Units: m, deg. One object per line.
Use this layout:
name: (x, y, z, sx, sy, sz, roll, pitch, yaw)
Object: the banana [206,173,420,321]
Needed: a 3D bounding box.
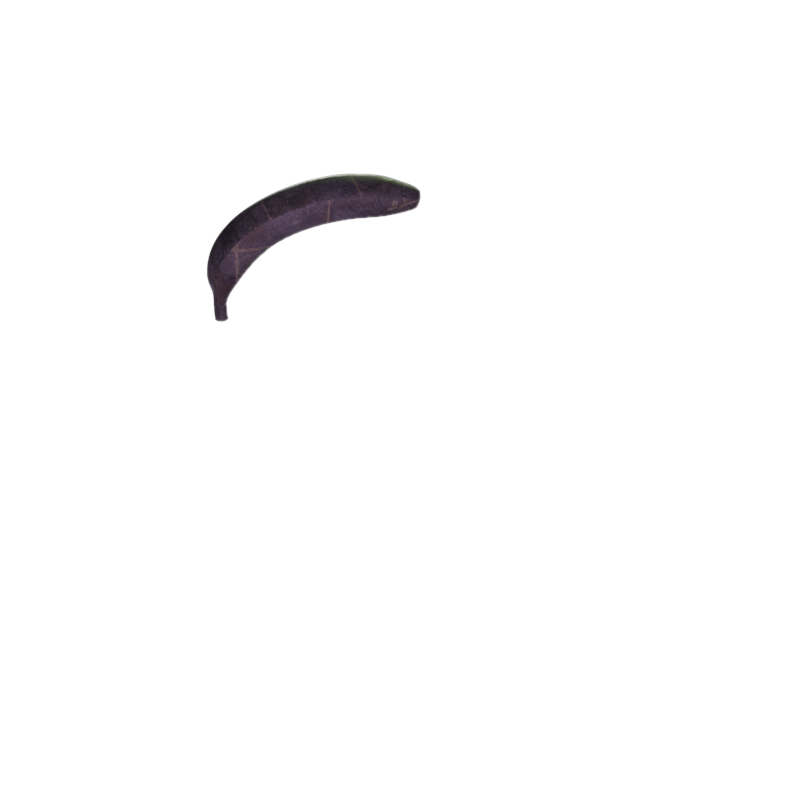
banana: (-0.083, -0.138, 0.885, 0.198, 0.065, 0.039, -28, 27, 15)
